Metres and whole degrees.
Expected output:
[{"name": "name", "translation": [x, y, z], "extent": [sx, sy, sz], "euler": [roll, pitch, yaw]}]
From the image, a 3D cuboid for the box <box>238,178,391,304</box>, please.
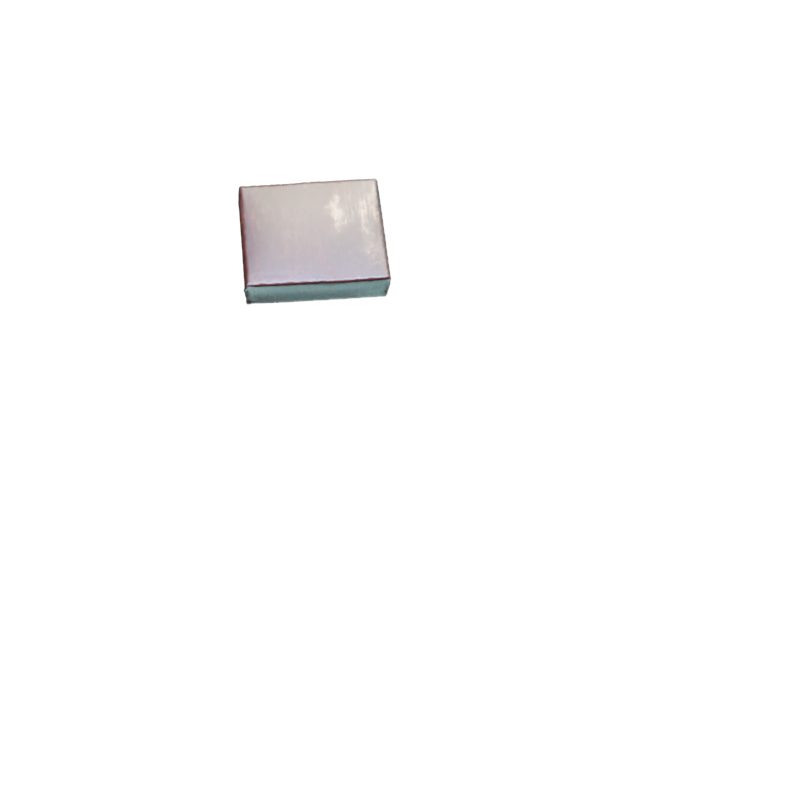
[{"name": "box", "translation": [-0.068, -0.124, 0.864], "extent": [0.113, 0.096, 0.037], "euler": [-5, -28, -3]}]
